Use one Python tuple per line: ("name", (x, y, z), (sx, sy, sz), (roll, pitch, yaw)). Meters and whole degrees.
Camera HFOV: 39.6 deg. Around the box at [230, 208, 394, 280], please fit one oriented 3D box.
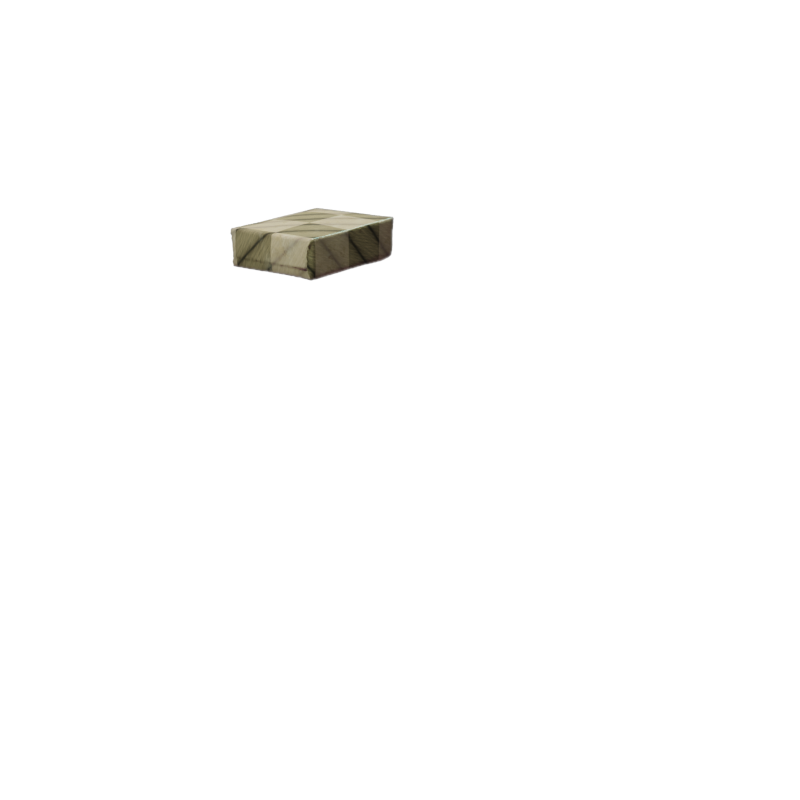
("box", (-0.074, -0.134, 0.940), (0.095, 0.038, 0.112), (14, 23, 37))
